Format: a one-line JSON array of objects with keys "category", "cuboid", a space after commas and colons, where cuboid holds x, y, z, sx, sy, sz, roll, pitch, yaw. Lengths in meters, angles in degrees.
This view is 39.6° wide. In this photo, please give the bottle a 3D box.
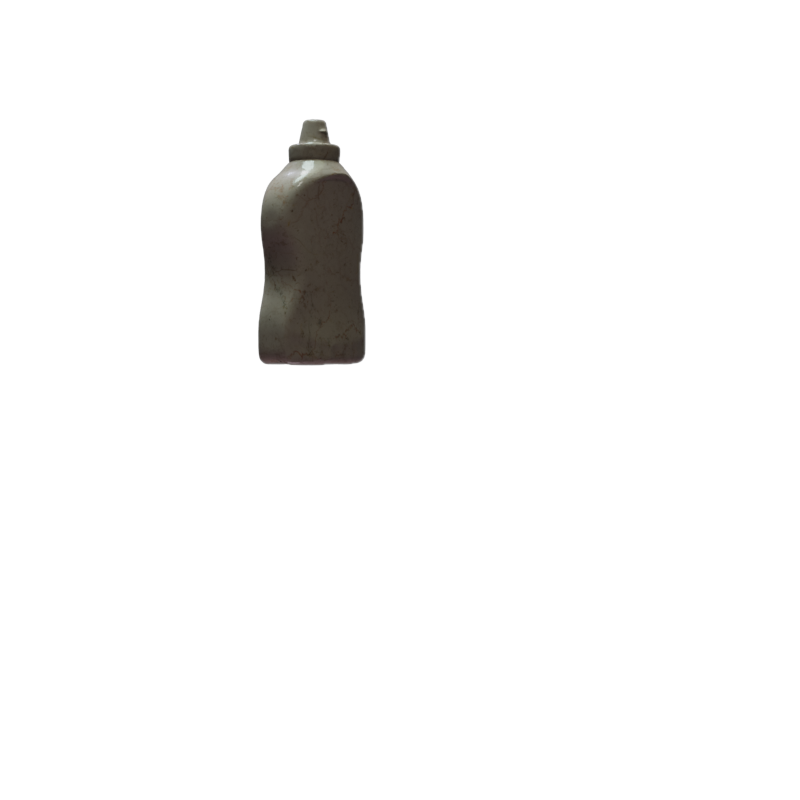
[{"category": "bottle", "cuboid": [-0.068, -0.124, 0.870, 0.060, 0.194, 0.092, -4, -5, 42]}]
